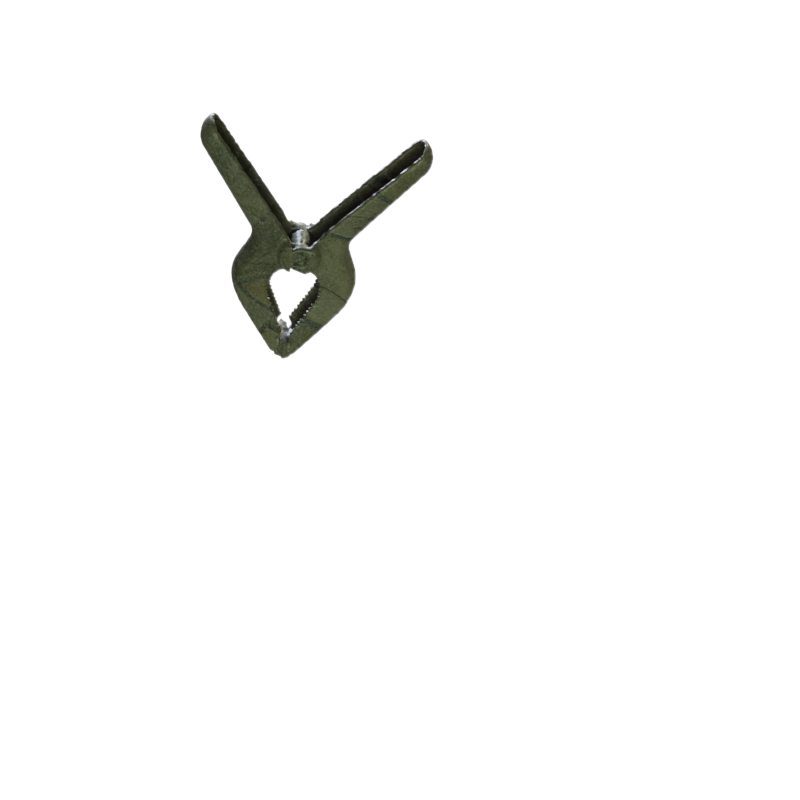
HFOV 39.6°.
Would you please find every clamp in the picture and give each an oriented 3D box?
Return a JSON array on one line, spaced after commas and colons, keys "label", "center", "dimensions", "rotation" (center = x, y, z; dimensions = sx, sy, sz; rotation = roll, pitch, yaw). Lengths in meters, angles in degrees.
[{"label": "clamp", "center": [-0.065, -0.119, 0.830], "dimensions": [0.164, 0.197, 0.039], "rotation": [3, 38, -2]}]
